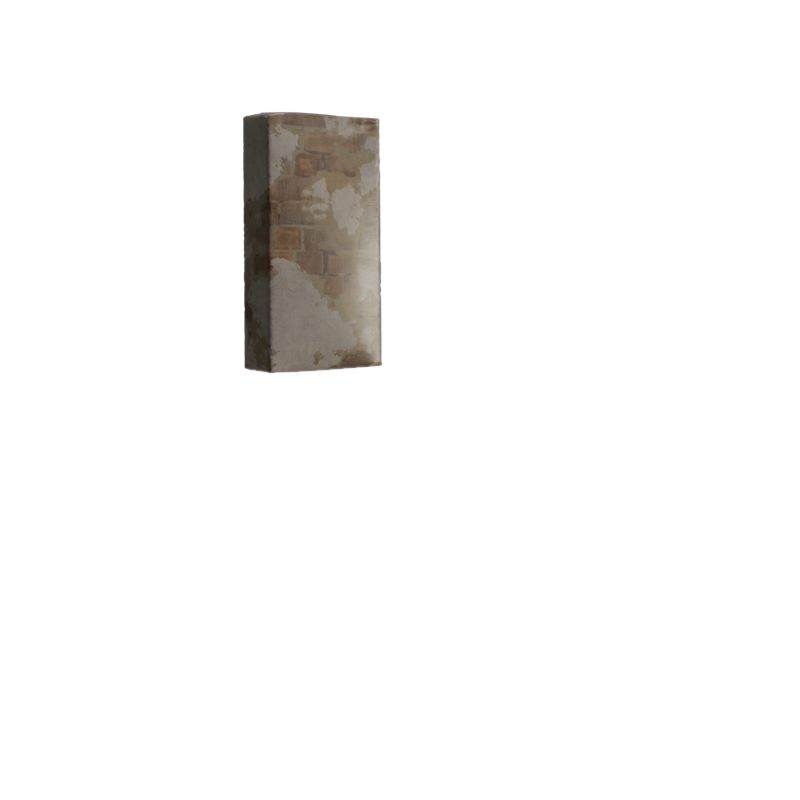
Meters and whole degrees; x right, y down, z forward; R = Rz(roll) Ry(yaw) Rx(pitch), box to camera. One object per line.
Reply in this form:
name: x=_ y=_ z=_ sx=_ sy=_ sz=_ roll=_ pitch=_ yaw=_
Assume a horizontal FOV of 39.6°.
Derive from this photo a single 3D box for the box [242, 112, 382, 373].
box: x=-0.061 y=-0.110 z=0.774 sx=0.090 sy=0.176 sz=0.050 roll=-2 pitch=2 yaw=-31
